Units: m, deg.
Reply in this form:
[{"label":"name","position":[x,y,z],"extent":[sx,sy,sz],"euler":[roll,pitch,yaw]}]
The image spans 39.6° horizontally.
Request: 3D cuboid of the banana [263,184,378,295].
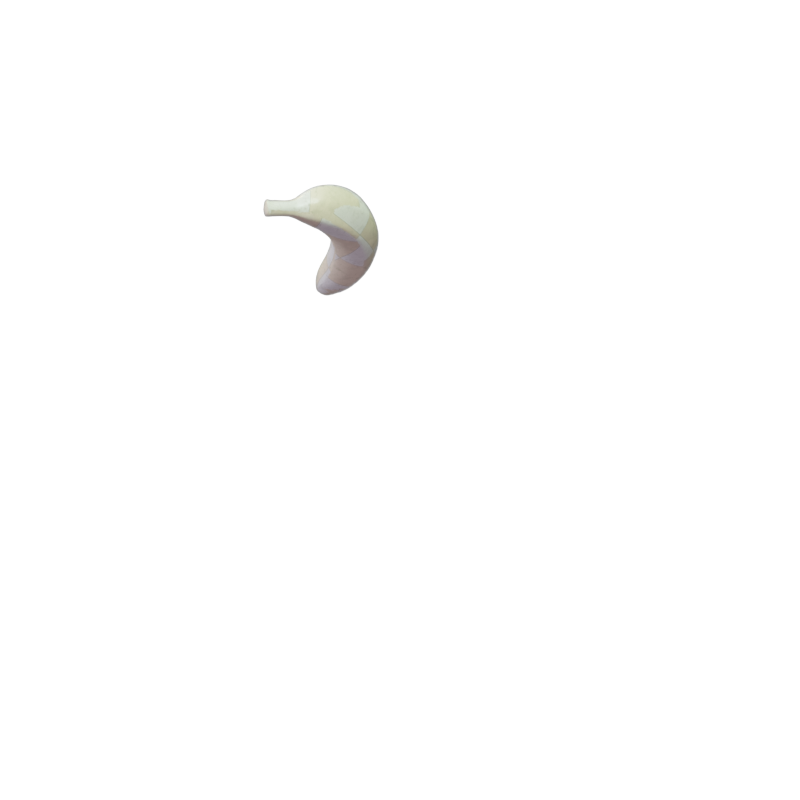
[{"label":"banana","position":[-0.050,-0.126,0.863],"extent":[0.070,0.038,0.187],"euler":[-3,-15,8]}]
